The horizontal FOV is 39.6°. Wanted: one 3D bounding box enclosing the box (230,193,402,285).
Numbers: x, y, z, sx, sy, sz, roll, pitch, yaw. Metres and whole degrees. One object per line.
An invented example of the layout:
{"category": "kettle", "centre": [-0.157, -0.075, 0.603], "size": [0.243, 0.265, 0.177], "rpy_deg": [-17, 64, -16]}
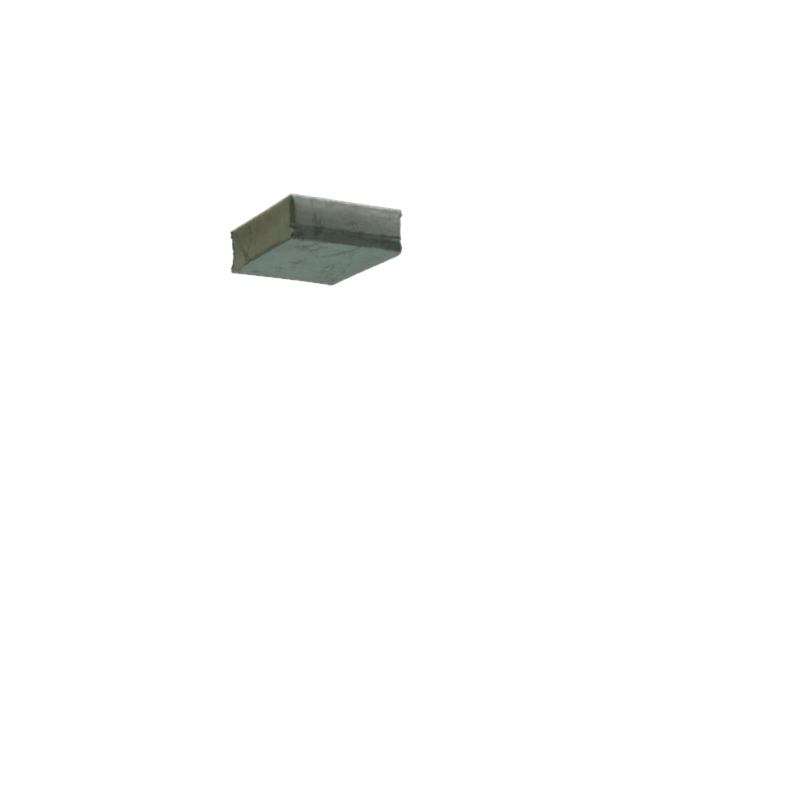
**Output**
{"category": "box", "centre": [-0.064, -0.117, 0.820], "size": [0.086, 0.040, 0.114], "rpy_deg": [6, -12, -29]}
